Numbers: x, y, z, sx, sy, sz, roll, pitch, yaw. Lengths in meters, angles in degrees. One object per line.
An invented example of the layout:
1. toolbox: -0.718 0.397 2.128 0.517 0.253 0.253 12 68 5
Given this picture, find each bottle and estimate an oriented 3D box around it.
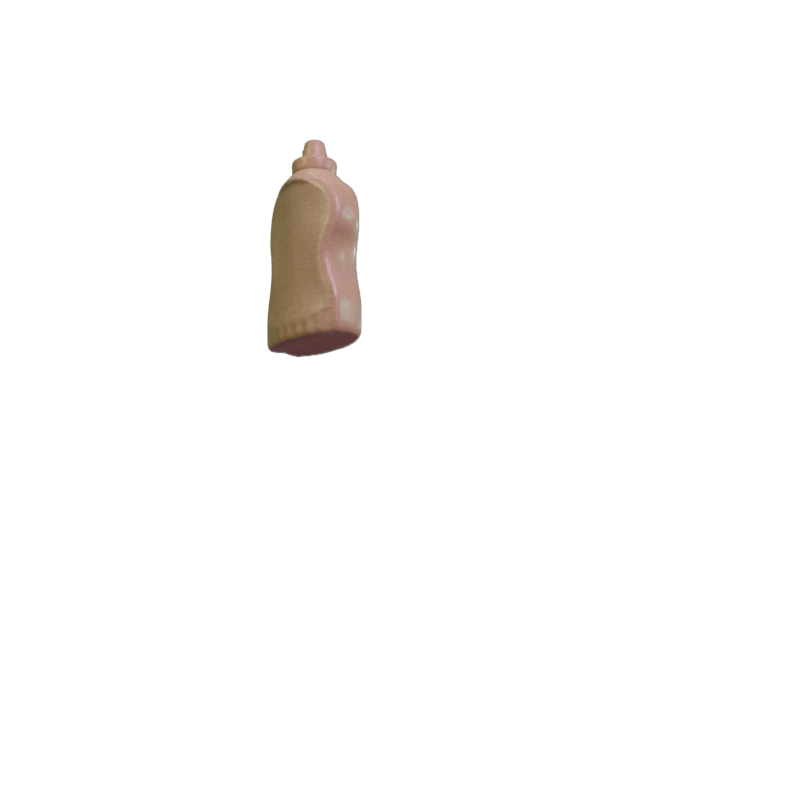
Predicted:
1. bottle: -0.076 -0.140 0.980 0.055 0.200 0.097 14 -23 -38
